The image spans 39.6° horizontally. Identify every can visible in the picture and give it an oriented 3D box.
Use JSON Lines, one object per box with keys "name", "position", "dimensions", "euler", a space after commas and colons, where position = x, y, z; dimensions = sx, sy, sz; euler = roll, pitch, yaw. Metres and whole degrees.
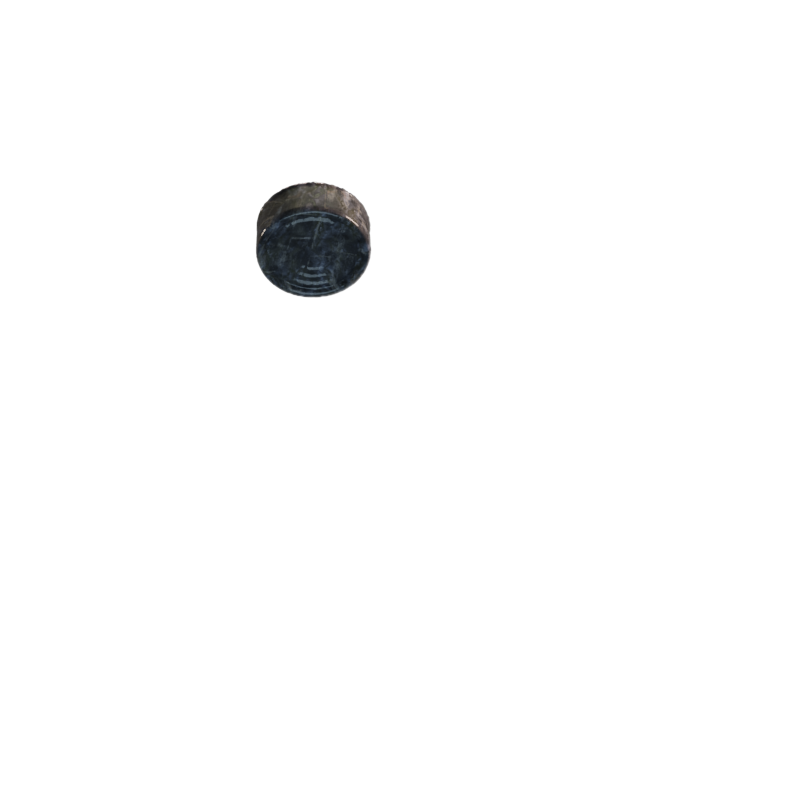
{"name": "can", "position": [-0.064, -0.117, 0.821], "dimensions": [0.086, 0.080, 0.036], "euler": [1, 42, -1]}
